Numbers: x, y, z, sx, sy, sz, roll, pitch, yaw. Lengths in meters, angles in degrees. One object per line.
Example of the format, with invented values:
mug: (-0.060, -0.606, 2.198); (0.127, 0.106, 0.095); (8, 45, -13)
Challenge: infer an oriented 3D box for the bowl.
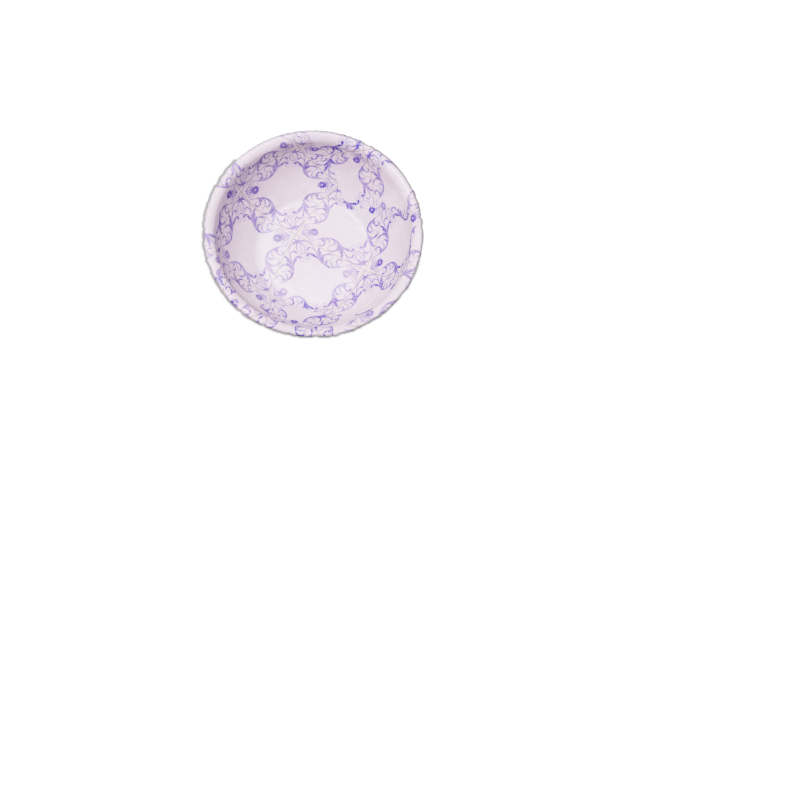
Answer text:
bowl: (-0.065, -0.119, 0.836); (0.162, 0.169, 0.053); (-1, -17, -1)
